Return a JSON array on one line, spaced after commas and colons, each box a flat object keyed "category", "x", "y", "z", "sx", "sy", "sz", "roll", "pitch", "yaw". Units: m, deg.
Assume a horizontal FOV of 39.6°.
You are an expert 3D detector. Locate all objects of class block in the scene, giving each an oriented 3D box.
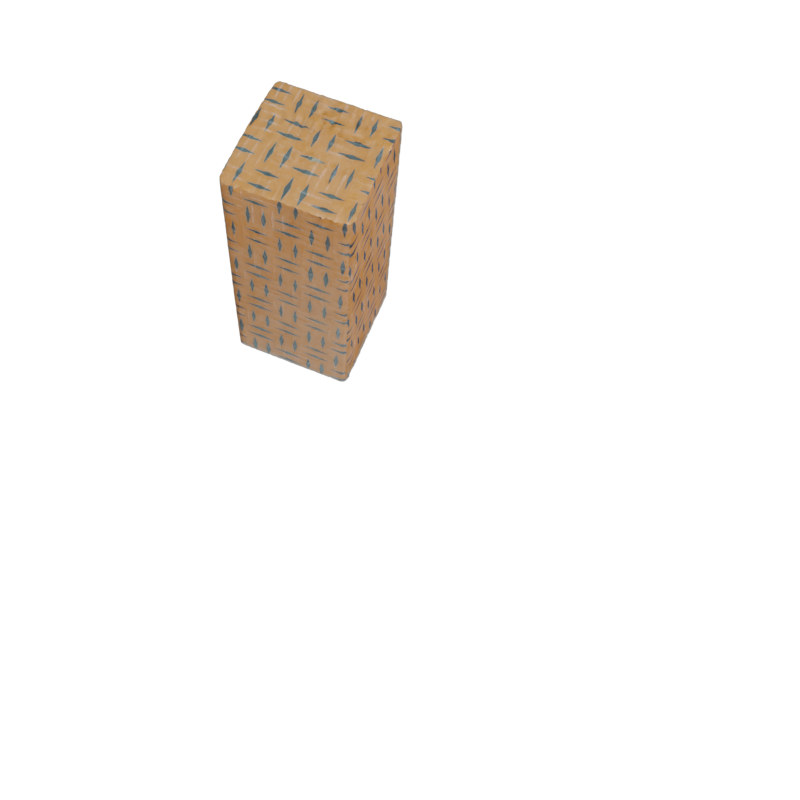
[{"category": "block", "x": -0.060, "y": -0.109, "z": 0.764, "sx": 0.093, "sy": 0.094, "sz": 0.194, "roll": 21, "pitch": -27, "yaw": 7}]
